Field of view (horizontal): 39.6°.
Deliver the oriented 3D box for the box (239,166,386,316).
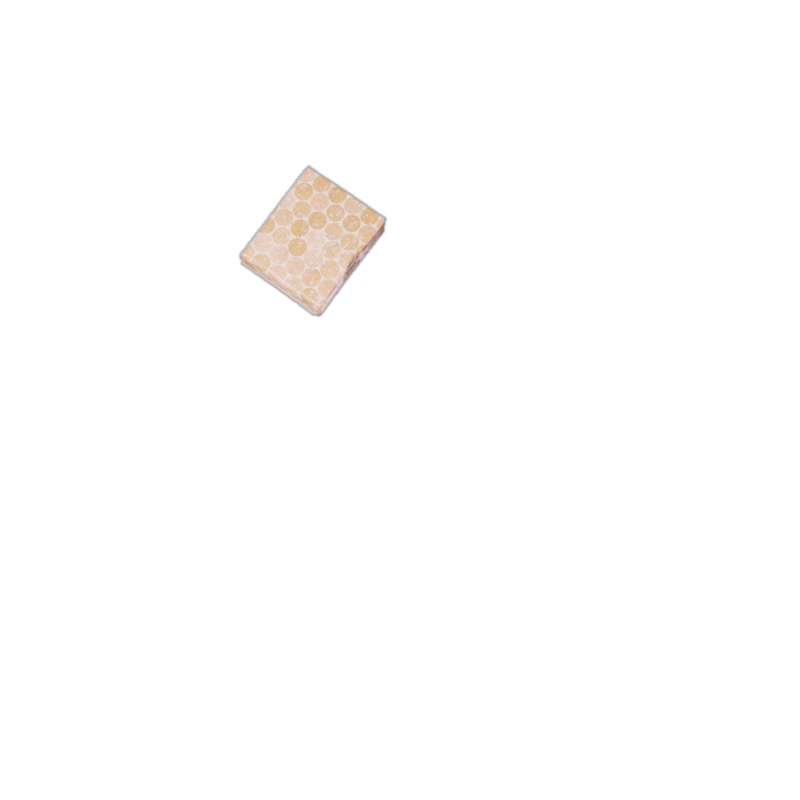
[{"bbox_3d":[-0.065,-0.118,0.829,0.075,0.091,0.029,34,-15,9],"label":"box"}]
